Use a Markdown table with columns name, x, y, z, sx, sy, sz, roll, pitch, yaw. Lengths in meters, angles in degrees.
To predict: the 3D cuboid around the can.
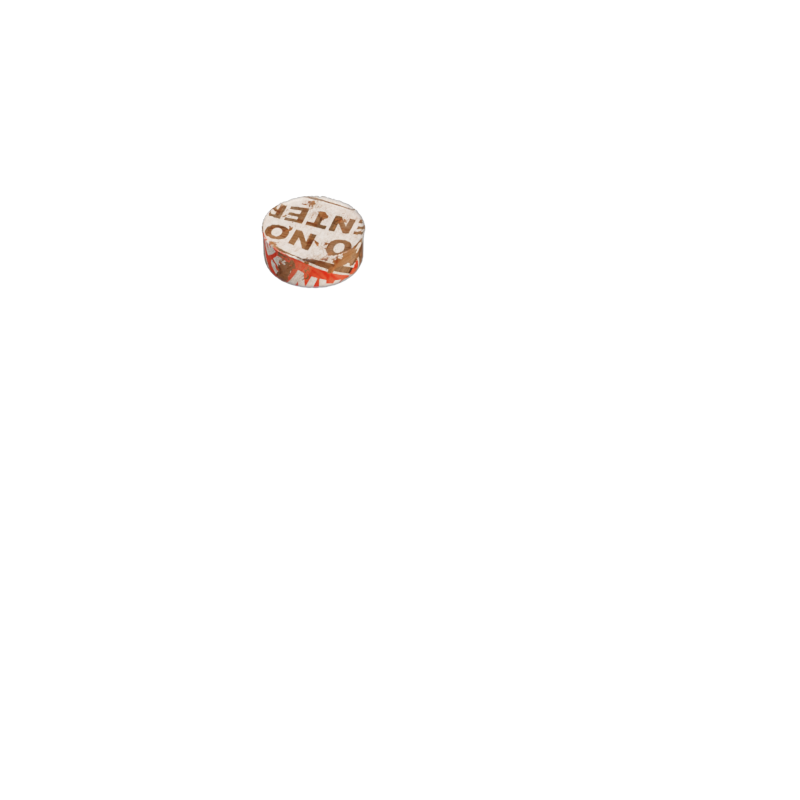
| name | x | y | z | sx | sy | sz | roll | pitch | yaw |
| --- | --- | --- | --- | --- | --- | --- | --- | --- | --- |
| can | -0.073 | -0.132 | 0.927 | 0.086 | 0.031 | 0.092 | -1 | 43 | -2 |
